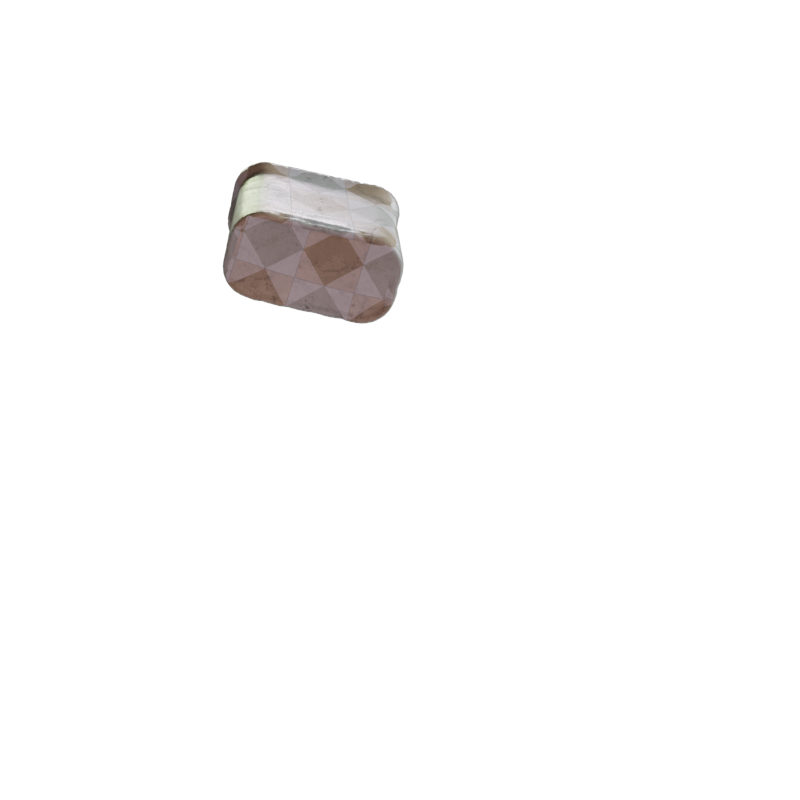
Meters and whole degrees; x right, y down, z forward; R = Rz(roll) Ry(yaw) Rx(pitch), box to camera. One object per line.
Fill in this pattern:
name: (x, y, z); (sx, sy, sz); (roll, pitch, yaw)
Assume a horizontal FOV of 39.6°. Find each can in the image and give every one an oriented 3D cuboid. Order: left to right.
can: (-0.050, -0.091, 0.636); (0.101, 0.055, 0.088); (11, 25, -7)
